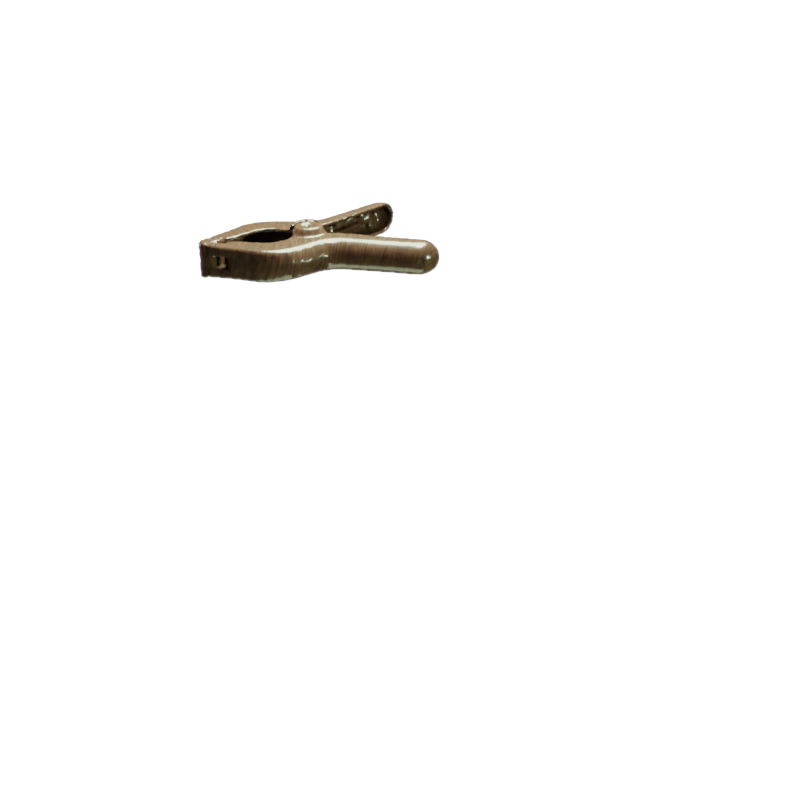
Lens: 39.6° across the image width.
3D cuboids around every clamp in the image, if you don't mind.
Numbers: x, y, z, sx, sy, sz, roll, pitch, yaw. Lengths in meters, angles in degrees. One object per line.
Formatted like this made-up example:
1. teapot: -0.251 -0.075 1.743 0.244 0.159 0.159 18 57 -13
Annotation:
1. clamp: -0.065 -0.119 0.836 0.170 0.038 0.126 -2 20 -7
